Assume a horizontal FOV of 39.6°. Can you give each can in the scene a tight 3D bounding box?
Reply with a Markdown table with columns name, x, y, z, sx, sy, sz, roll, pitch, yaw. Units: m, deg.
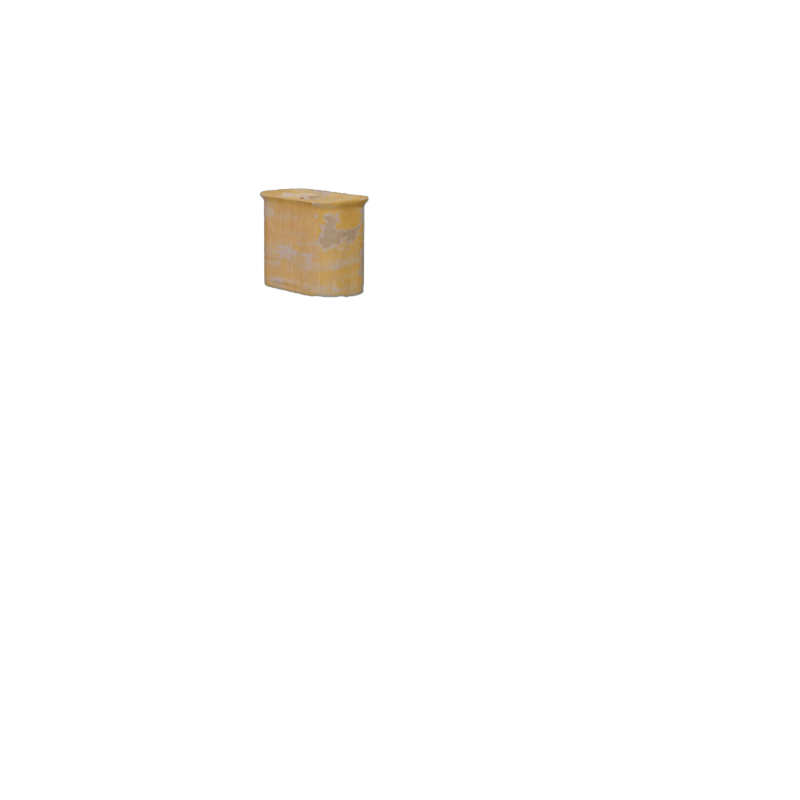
| name | x | y | z | sx | sy | sz | roll | pitch | yaw |
| --- | --- | --- | --- | --- | --- | --- | --- | --- | --- |
| can | -0.076 | -0.138 | 0.965 | 0.056 | 0.082 | 0.107 | -10 | 18 | -42 |
